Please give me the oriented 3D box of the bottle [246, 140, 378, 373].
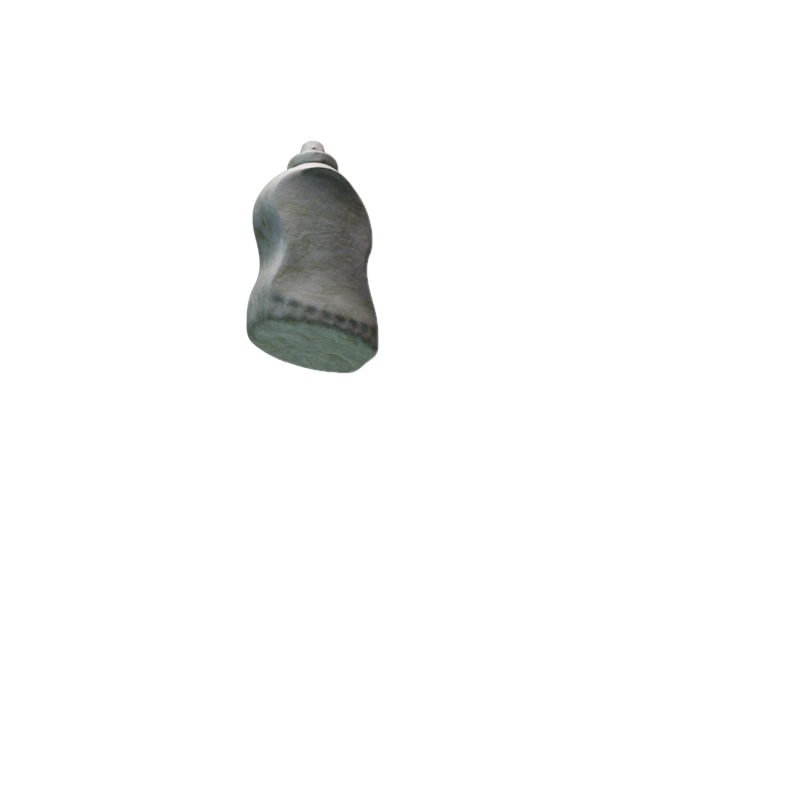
[{"bbox_3d":[-0.066,-0.119,0.838,0.092,0.205,0.057,16,-38,-25],"label":"bottle"}]
